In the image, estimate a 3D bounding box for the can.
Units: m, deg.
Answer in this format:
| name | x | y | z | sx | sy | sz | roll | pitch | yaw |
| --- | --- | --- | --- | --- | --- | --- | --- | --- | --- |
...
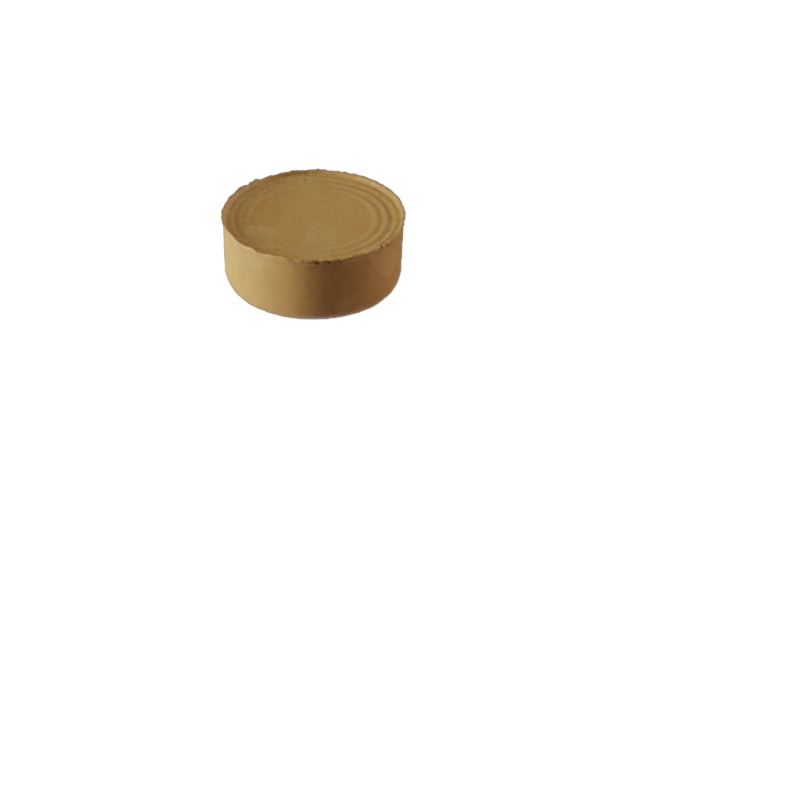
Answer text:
| name | x | y | z | sx | sy | sz | roll | pitch | yaw |
| --- | --- | --- | --- | --- | --- | --- | --- | --- | --- |
| can | -0.041 | -0.075 | 0.522 | 0.086 | 0.031 | 0.092 | -1 | 37 | -2 |
